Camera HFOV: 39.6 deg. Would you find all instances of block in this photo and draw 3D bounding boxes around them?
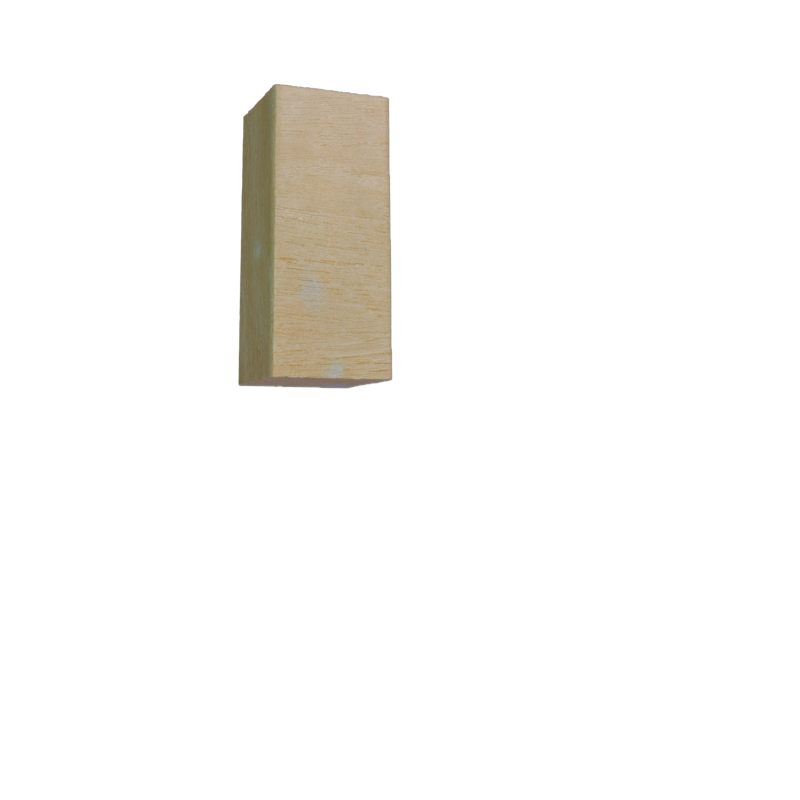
[{"bbox_3d":[-0.064,-0.116,0.813,0.088,0.212,0.090,3,-11,-21],"label":"block"}]
